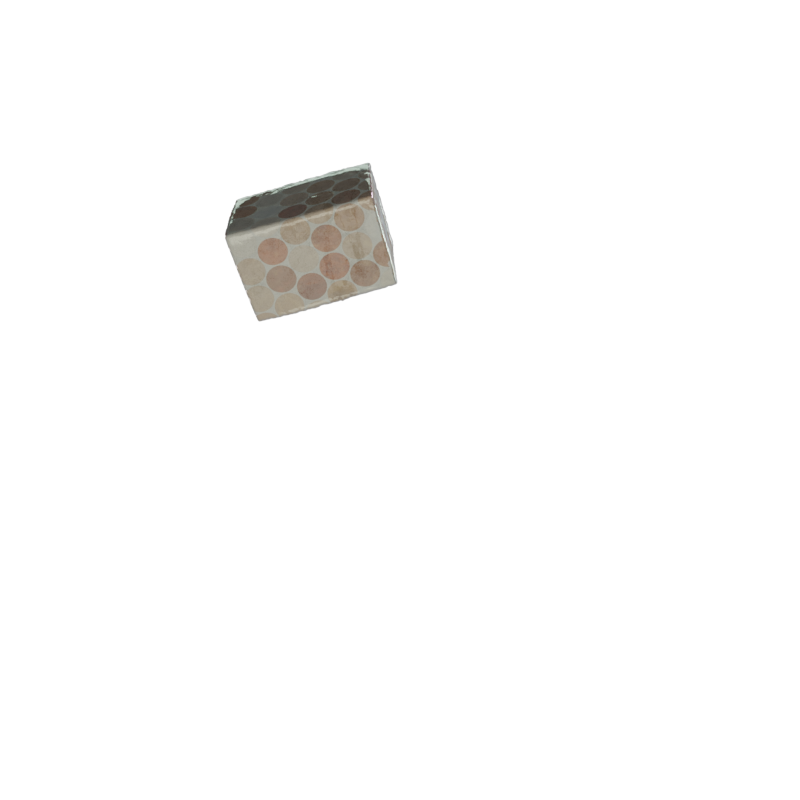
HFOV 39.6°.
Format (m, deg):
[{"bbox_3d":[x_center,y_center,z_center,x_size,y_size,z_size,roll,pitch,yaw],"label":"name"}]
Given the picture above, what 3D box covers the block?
[{"bbox_3d":[-0.045,-0.083,0.581,0.078,0.050,0.054,-14,27,6],"label":"block"}]
